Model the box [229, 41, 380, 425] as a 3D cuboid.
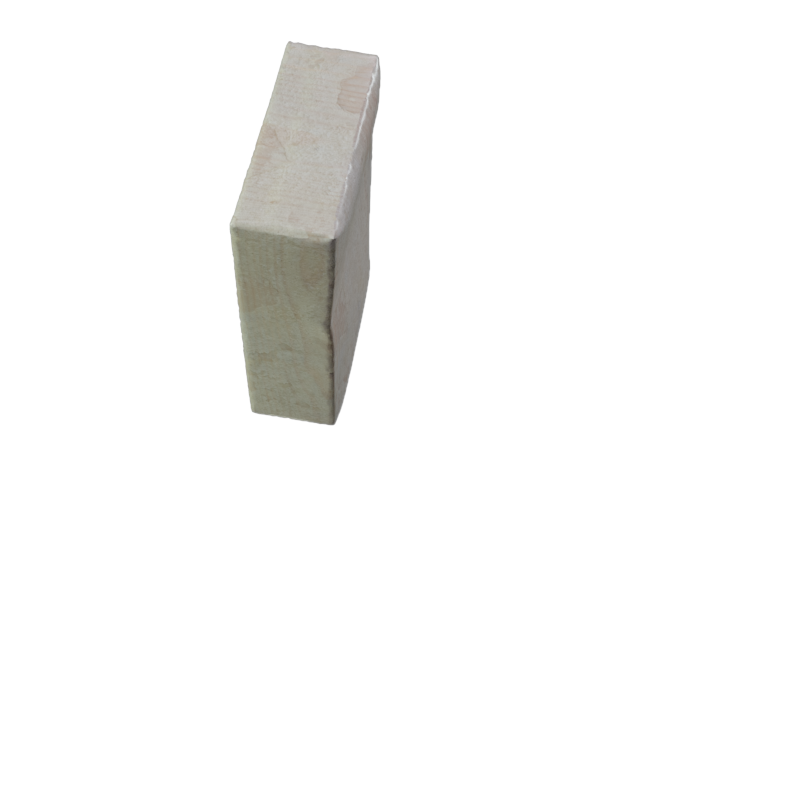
[{"bbox_3d":[-0.059,-0.108,0.759,0.072,0.174,0.200,9,-34,2],"label":"box"}]
